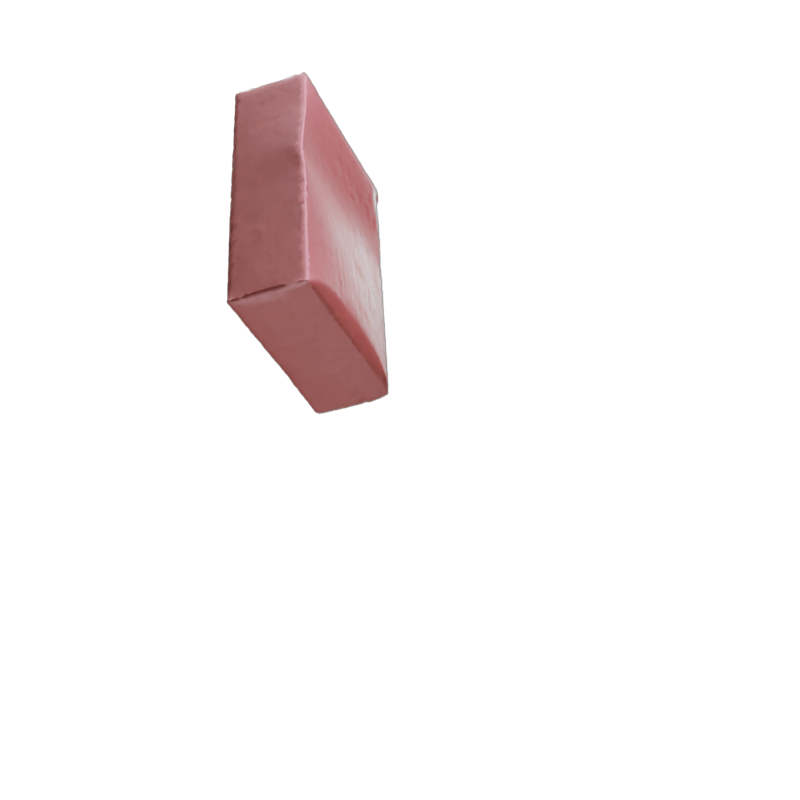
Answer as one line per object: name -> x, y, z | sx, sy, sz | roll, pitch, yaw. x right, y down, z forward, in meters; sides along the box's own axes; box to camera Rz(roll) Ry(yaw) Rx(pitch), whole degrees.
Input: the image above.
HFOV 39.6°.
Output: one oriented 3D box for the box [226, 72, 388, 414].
box -> -0.068, -0.124, 0.869 | 0.072, 0.229, 0.151 | -15, -38, 16
